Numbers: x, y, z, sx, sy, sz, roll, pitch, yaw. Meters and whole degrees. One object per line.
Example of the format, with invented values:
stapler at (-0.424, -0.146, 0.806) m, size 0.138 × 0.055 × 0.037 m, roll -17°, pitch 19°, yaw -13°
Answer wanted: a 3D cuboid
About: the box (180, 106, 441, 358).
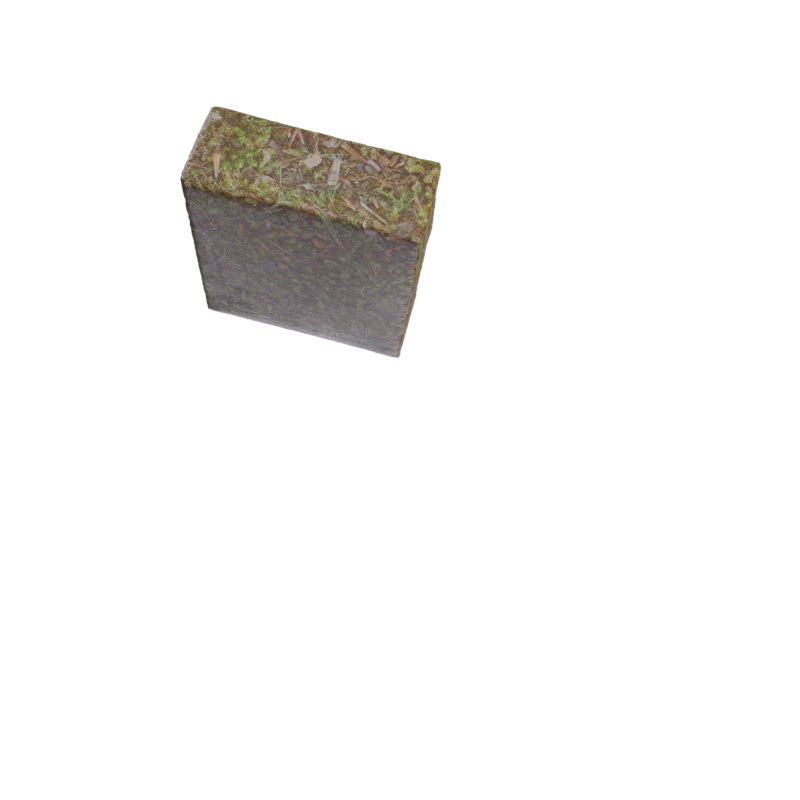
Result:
box at (-0.064, -0.116, 0.816) m, size 0.166 × 0.075 × 0.203 m, roll 16°, pitch -21°, yaw 4°
